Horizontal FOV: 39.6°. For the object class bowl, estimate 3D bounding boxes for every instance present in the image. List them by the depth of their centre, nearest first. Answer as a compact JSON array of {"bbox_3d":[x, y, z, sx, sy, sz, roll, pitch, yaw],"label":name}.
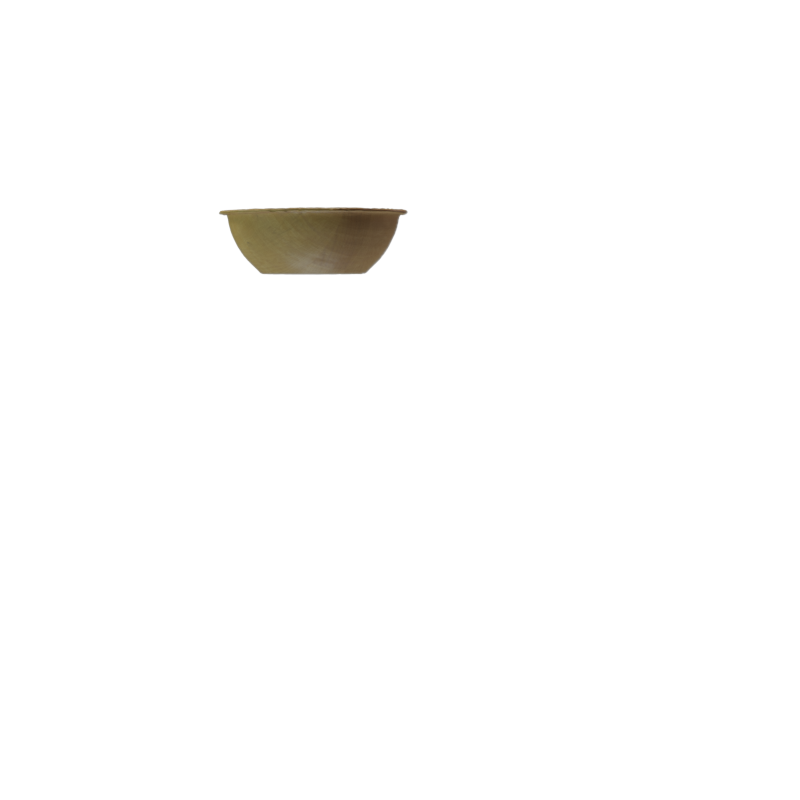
[{"bbox_3d":[-0.074,-0.136,0.950,0.162,0.055,0.164,0,7,-2],"label":"bowl"}]
